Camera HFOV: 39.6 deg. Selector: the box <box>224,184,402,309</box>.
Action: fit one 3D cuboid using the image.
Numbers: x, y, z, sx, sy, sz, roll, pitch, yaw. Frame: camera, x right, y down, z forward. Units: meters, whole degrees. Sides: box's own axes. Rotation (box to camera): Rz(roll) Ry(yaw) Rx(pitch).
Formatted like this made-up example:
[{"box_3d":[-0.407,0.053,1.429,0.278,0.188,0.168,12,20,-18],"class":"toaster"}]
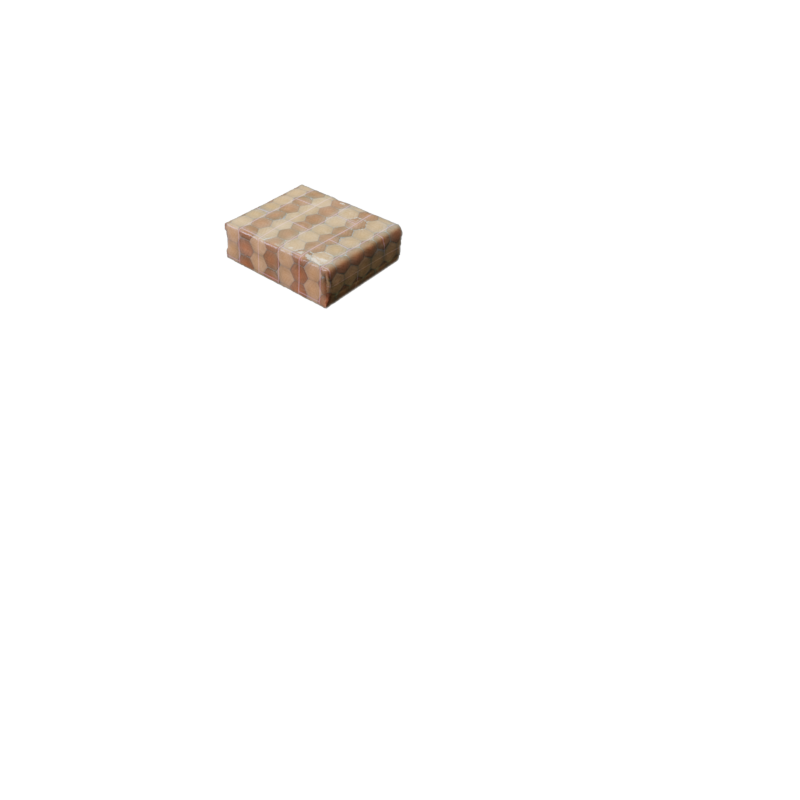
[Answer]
[{"box_3d":[-0.055,-0.101,0.707,0.095,0.028,0.073,27,44,32],"class":"box"}]
